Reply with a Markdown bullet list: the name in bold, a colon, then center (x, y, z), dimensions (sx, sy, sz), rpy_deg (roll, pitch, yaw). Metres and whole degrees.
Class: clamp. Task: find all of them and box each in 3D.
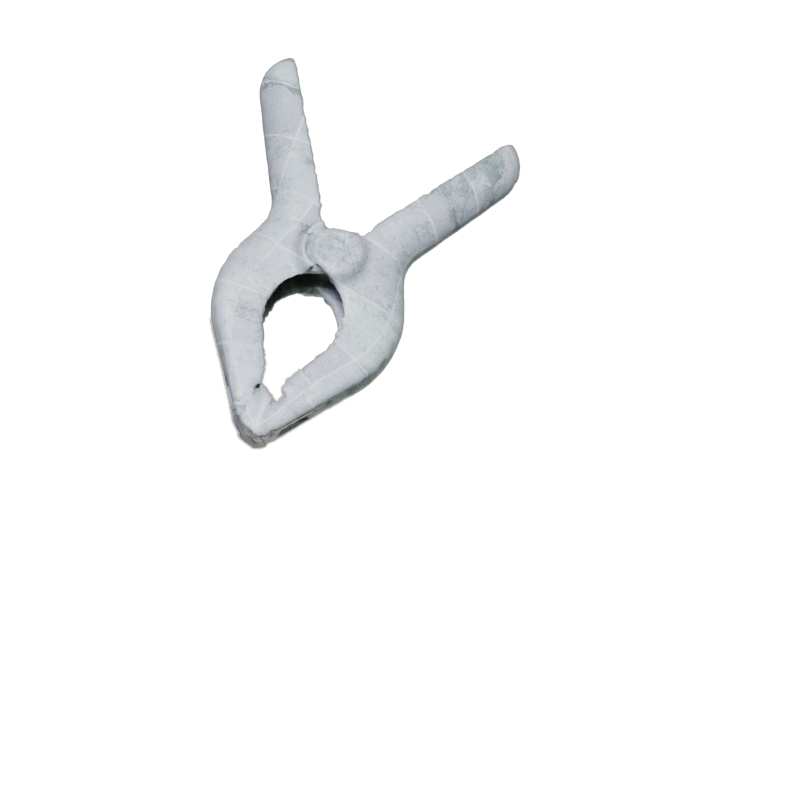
- **clamp**: center (-0.037, -0.067, 0.468), dimensions (0.124, 0.176, 0.037), rpy_deg (27, -24, 12)
